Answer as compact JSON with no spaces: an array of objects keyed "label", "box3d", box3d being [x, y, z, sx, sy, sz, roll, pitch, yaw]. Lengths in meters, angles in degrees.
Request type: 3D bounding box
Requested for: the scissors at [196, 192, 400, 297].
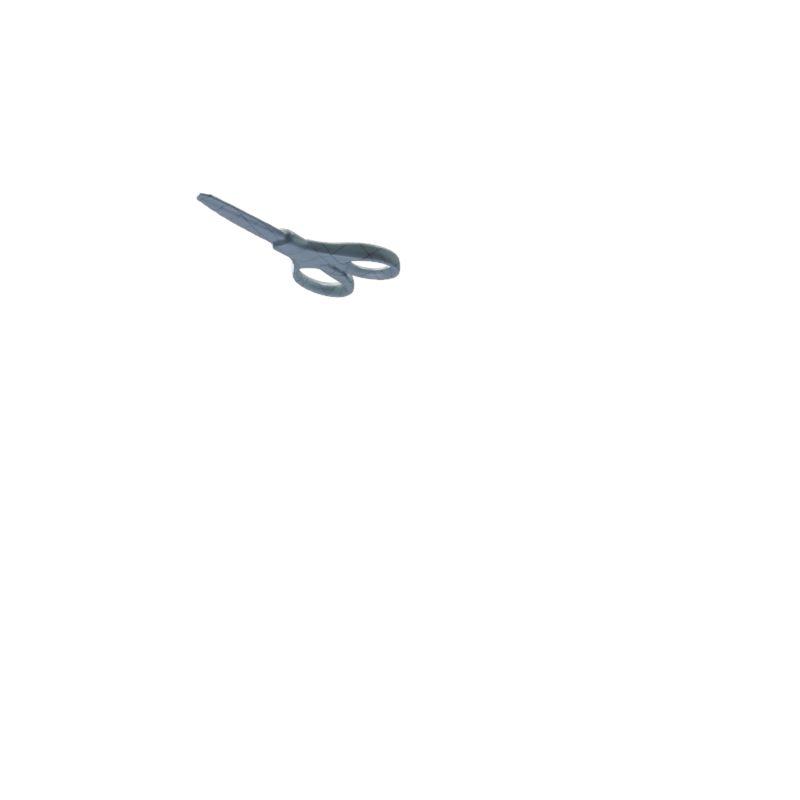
[{"label":"scissors","box3d":[-0.065,-0.118,0.828,0.098,0.016,0.189,-6,-17,18]}]
